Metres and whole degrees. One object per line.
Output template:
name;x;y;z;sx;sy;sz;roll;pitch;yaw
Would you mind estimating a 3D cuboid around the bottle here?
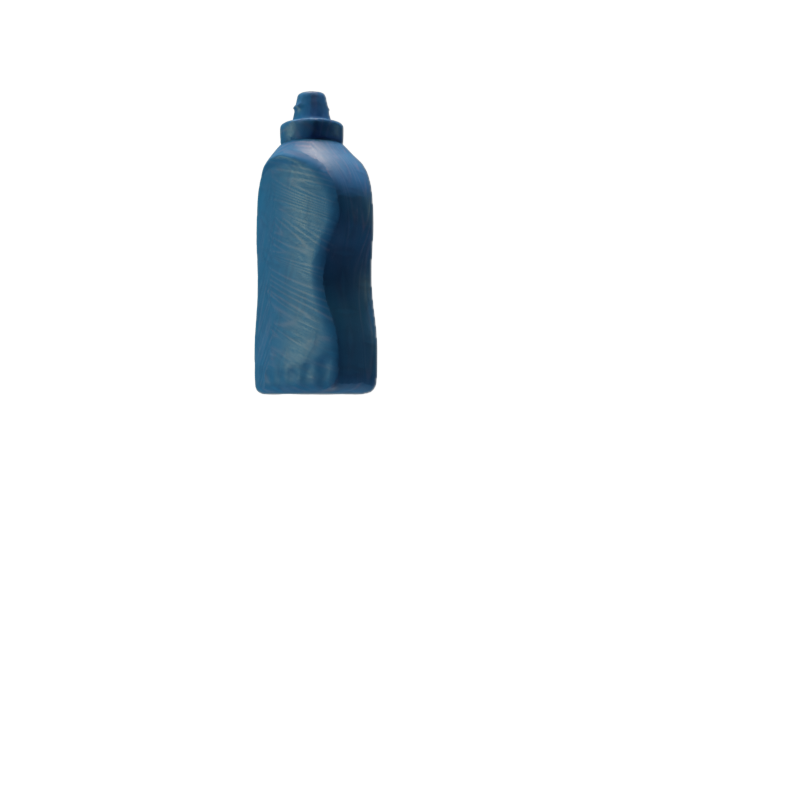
bottle;-0.055;-0.100;0.701;0.056;0.195;0.098;4;-8;-34
